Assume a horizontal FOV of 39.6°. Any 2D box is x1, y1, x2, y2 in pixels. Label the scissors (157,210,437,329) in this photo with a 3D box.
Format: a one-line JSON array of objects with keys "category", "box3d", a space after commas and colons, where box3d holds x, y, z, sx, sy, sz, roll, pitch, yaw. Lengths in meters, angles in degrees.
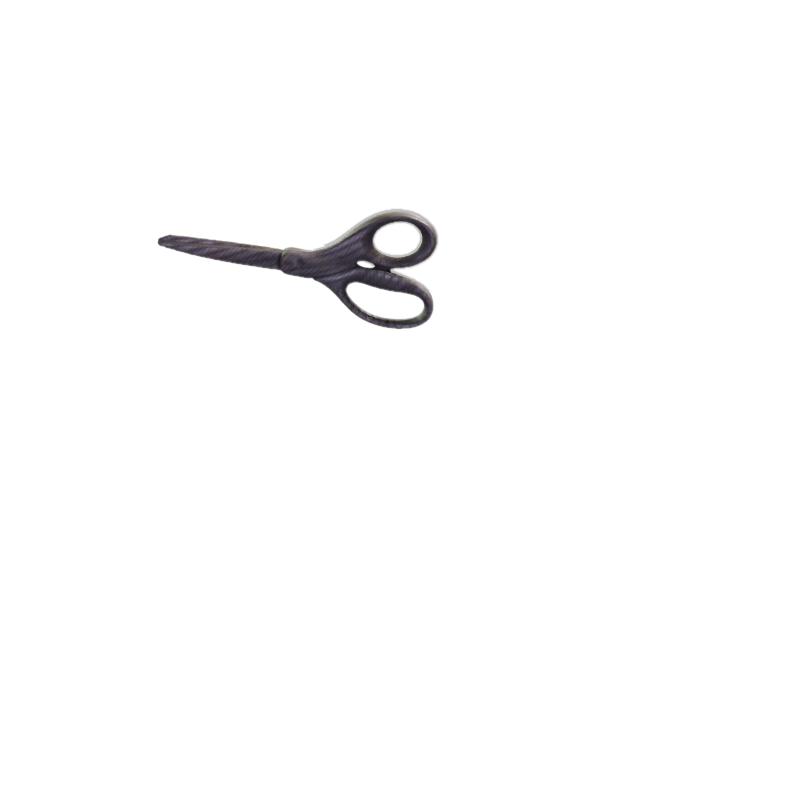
[{"category": "scissors", "box3d": [-0.062, -0.112, 0.788, 0.198, 0.094, 0.016, 23, 18, -8]}]
